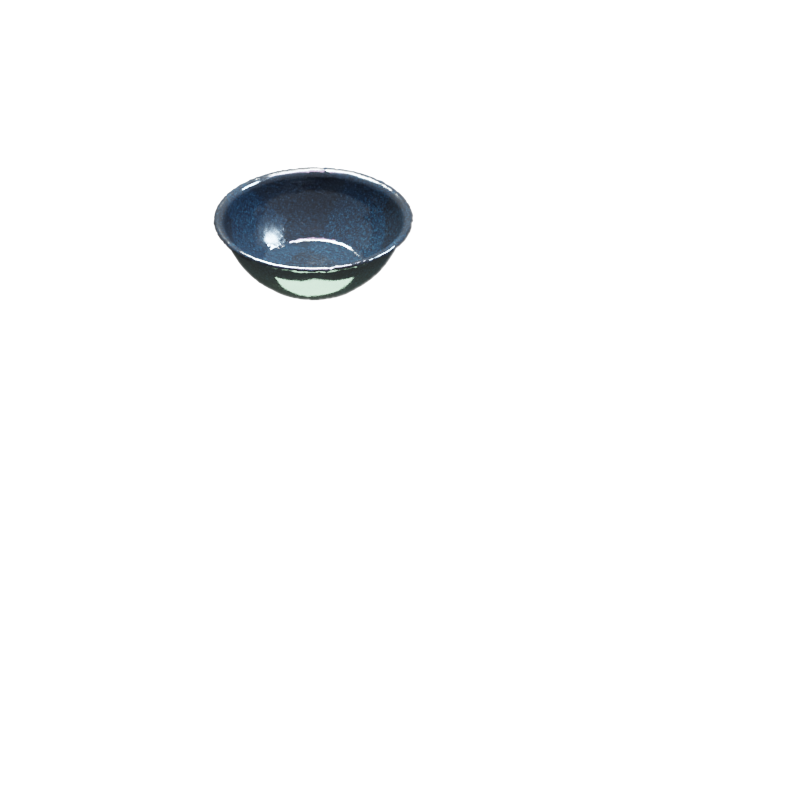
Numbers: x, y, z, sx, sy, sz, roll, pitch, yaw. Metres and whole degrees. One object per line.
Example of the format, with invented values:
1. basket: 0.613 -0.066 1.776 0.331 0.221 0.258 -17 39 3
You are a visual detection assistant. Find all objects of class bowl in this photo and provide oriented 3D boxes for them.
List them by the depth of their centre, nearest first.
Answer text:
1. bowl: -0.072 -0.130 0.914 0.162 0.051 0.173 -1 38 -2
